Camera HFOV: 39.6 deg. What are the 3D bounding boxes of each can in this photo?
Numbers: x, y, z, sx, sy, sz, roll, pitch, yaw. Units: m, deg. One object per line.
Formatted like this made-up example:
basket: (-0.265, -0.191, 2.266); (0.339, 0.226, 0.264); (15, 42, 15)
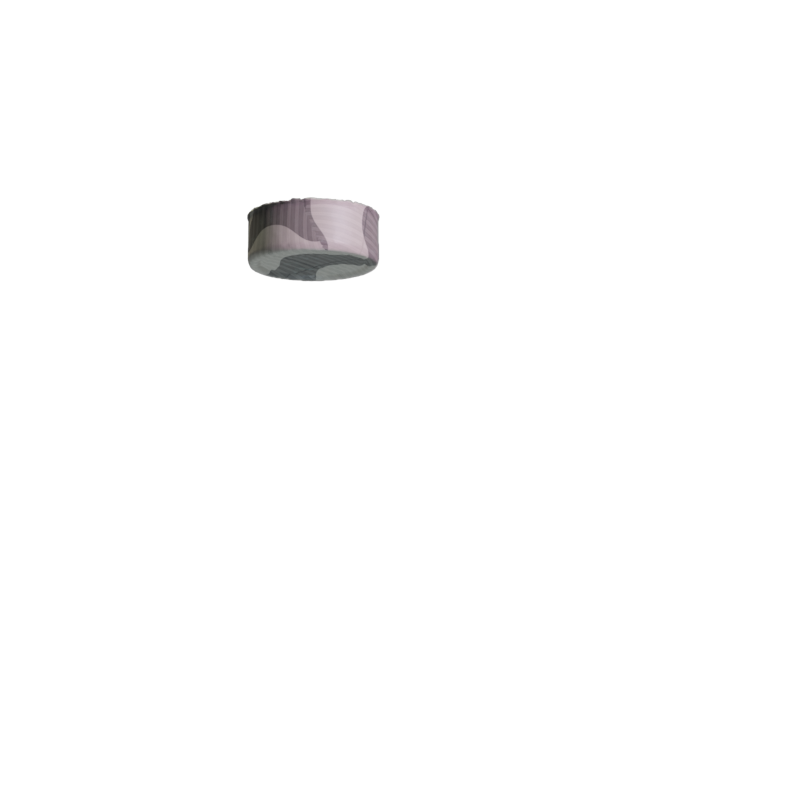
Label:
can: (-0.056, -0.102, 0.714); (0.086, 0.035, 0.084); (0, -9, -2)
